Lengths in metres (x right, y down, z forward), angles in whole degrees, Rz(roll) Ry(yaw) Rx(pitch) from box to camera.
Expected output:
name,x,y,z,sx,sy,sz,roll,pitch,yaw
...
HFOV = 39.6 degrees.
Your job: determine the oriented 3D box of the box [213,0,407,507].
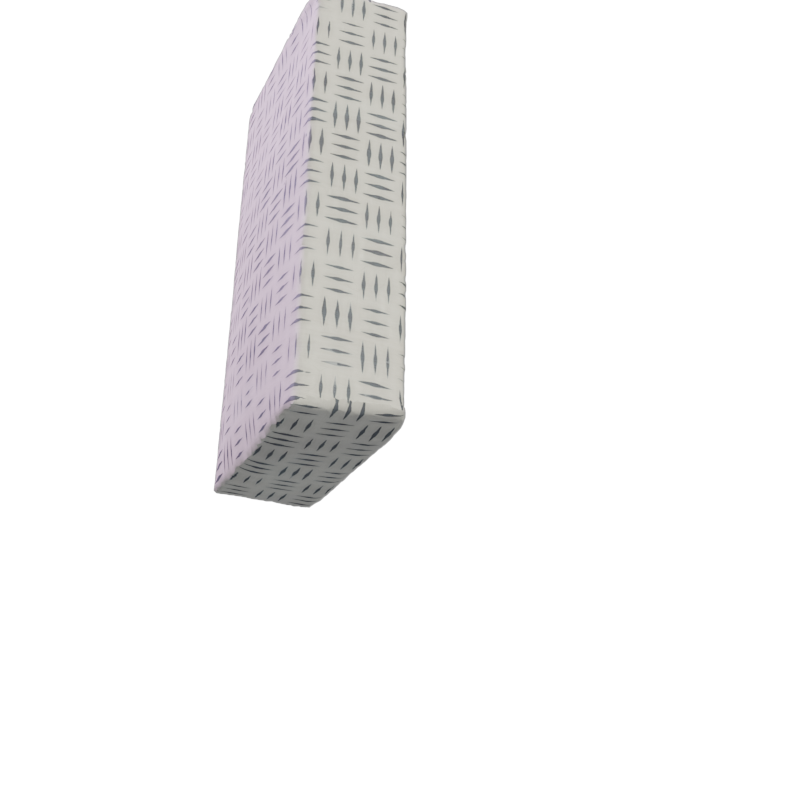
name,x,y,z,sx,sy,sz,roll,pitch,yaw
box,-0.033,-0.060,0.421,0.046,0.188,0.091,11,-31,-22
